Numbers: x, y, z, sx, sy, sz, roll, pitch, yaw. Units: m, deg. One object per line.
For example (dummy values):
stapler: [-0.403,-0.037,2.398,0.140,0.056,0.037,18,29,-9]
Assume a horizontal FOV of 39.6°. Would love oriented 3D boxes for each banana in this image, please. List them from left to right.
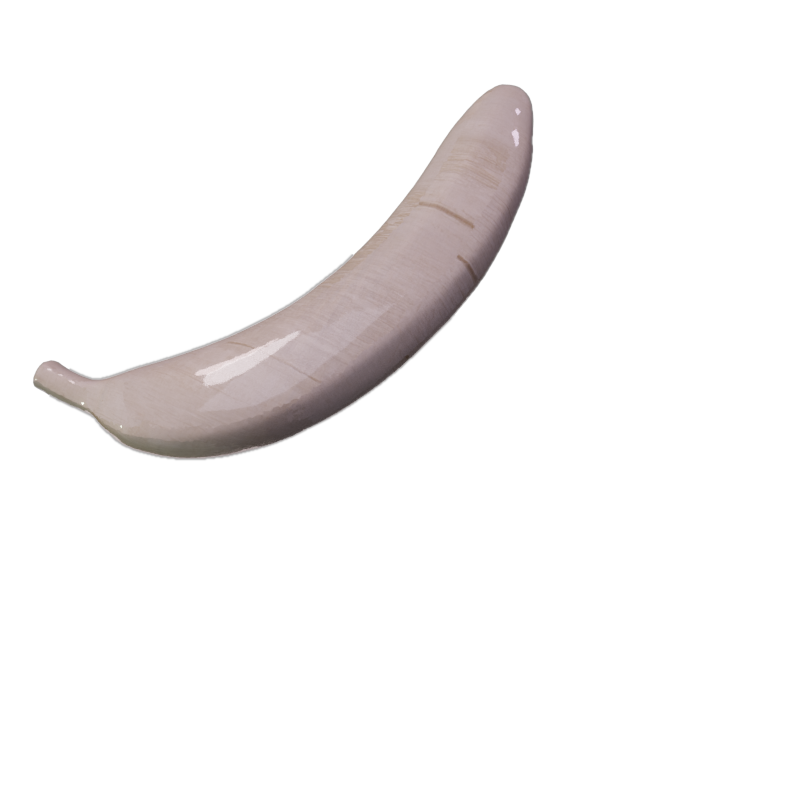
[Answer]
banana: [-0.022,-0.036,0.366,0.198,0.073,0.035,-32,-15,-11]
